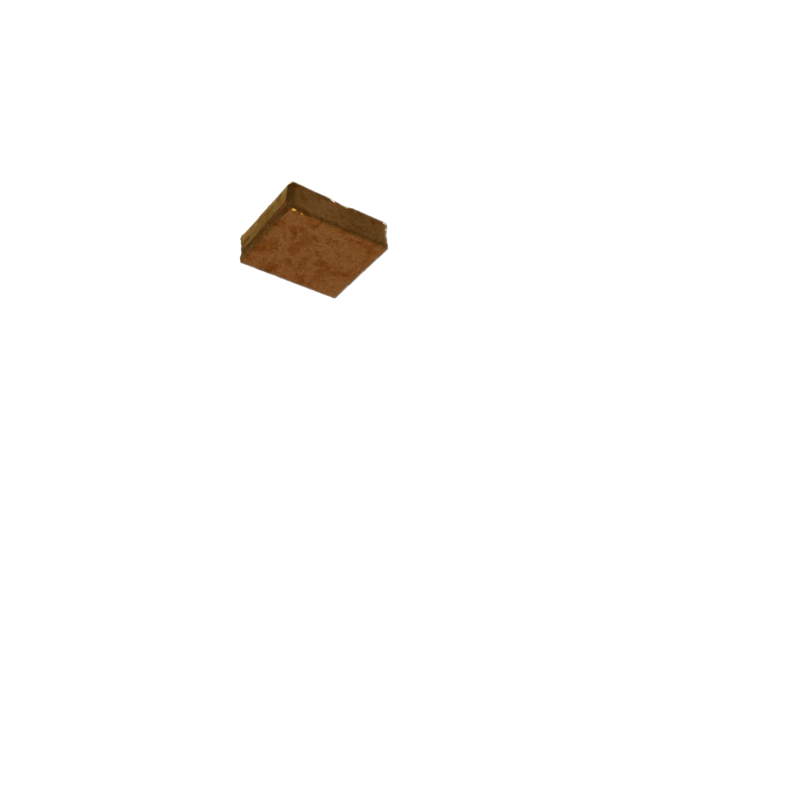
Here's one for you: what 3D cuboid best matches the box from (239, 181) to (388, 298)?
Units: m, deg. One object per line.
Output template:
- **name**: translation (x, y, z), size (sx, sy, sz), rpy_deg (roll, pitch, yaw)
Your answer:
- **box**: translation (-0.065, -0.119, 0.834), size (0.085, 0.032, 0.072), rpy_deg (21, -42, -27)
